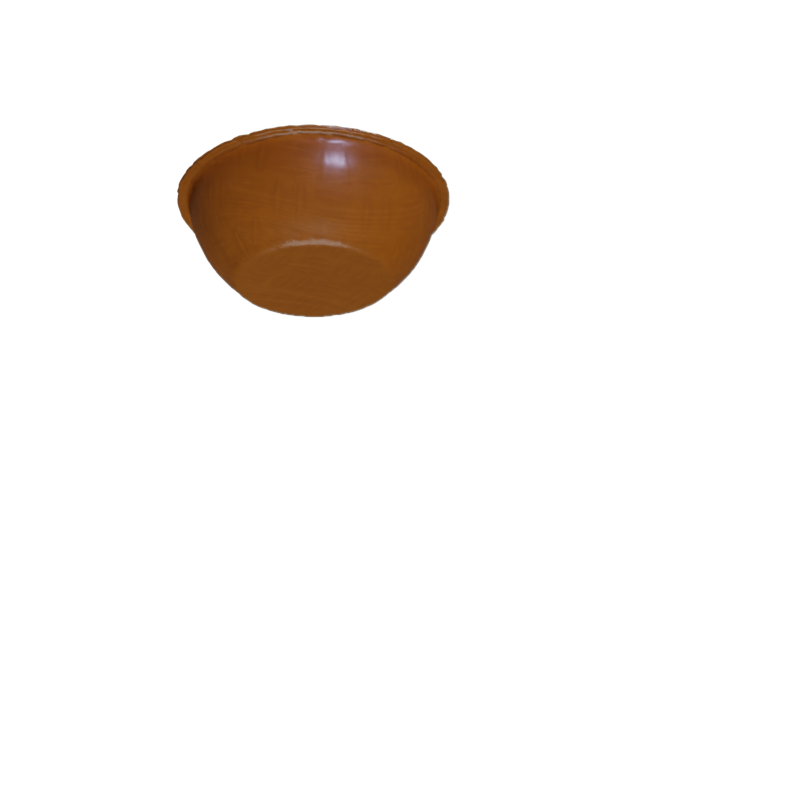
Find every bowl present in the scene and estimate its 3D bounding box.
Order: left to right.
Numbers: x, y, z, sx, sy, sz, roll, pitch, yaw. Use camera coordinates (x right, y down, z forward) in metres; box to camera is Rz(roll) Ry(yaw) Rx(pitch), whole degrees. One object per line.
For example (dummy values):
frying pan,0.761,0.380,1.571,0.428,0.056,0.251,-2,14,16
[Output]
bowl,-0.051,-0.092,0.645,0.162,0.058,0.153,1,-24,-2
